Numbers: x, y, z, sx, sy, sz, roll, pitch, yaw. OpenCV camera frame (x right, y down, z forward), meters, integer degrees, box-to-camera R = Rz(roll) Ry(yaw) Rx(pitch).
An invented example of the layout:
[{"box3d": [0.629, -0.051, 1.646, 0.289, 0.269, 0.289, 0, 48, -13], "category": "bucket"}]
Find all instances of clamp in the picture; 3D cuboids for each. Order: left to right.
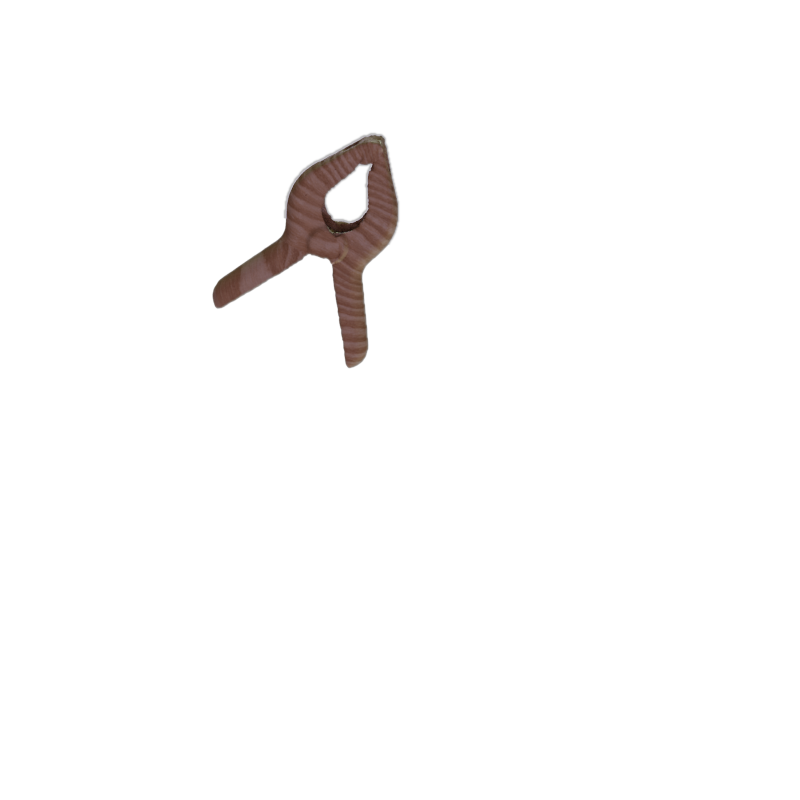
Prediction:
[{"box3d": [-0.062, -0.113, 0.788, 0.119, 0.166, 0.041, 15, 19, -6], "category": "clamp"}]
